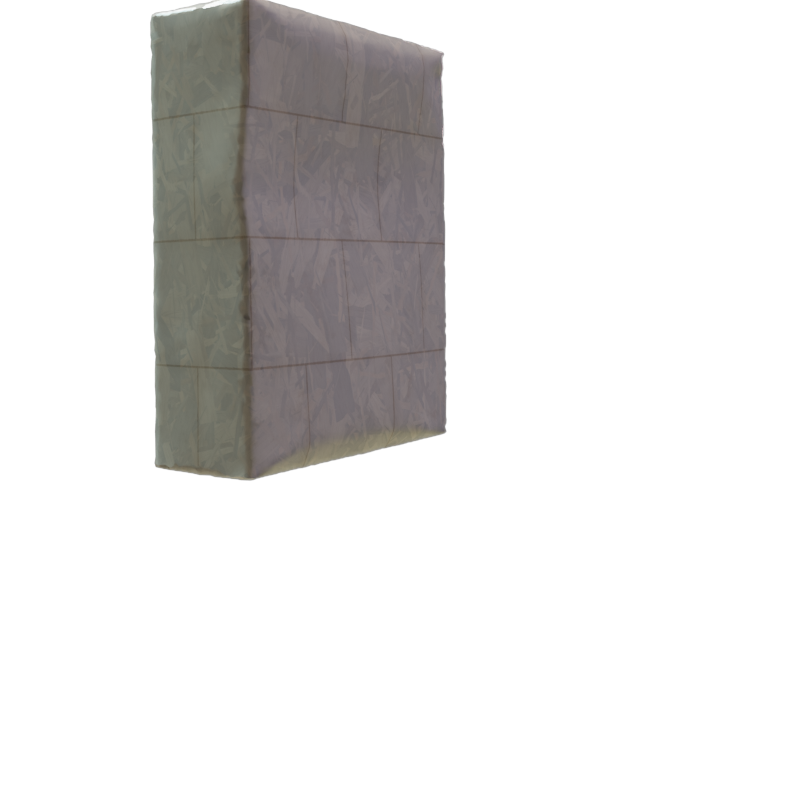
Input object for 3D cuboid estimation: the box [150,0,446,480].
[{"bbox_3d":[-0.044,-0.080,0.557,0.074,0.214,0.158,-1,1,36],"label":"box"}]
